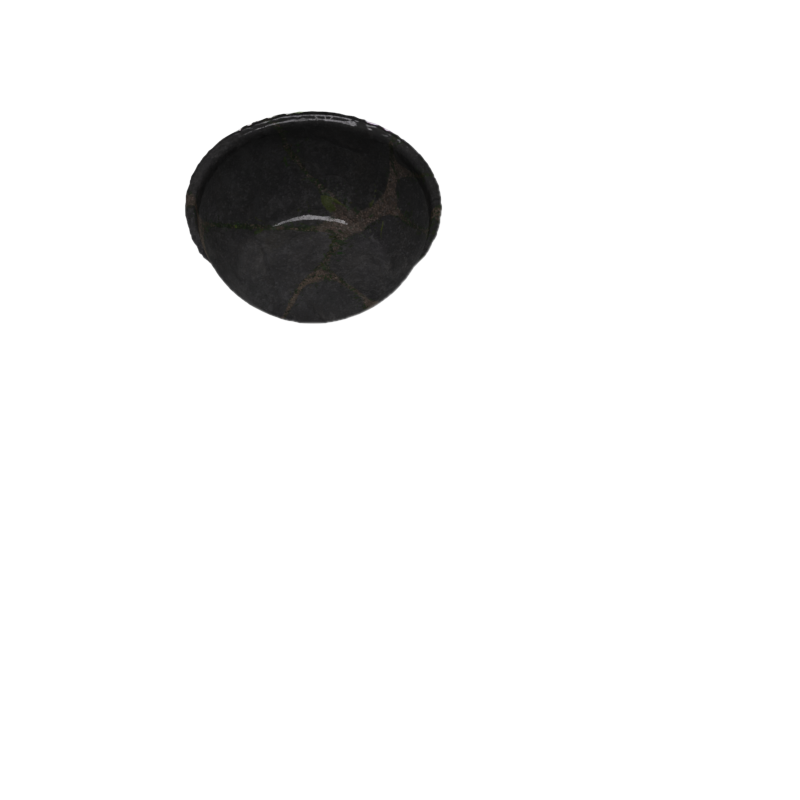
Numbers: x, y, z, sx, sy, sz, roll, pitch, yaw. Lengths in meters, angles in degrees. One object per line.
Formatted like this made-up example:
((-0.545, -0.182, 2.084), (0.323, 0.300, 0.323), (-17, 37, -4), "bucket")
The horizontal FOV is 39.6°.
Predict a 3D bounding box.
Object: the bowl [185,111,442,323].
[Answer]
((-0.053, -0.097, 0.680), (0.162, 0.059, 0.151), (1, -43, -1), "bowl")
